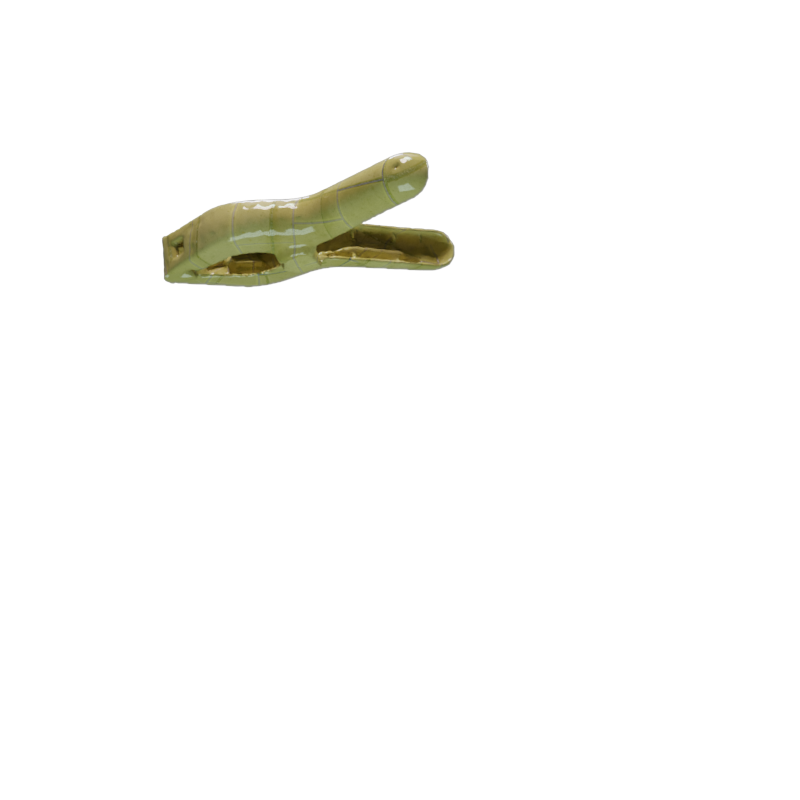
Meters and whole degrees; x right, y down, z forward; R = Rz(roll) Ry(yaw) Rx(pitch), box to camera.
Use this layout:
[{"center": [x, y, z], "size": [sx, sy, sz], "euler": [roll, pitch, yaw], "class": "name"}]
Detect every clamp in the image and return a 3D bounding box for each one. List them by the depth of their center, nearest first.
[{"center": [-0.050, -0.092, 0.644], "size": [0.174, 0.042, 0.111], "euler": [-9, -26, 19], "class": "clamp"}]
